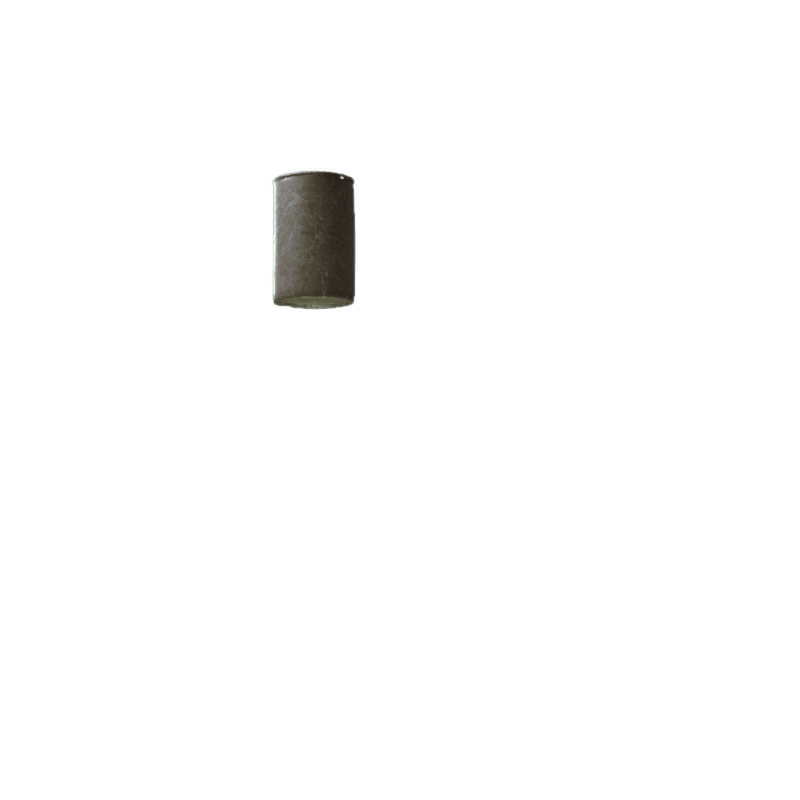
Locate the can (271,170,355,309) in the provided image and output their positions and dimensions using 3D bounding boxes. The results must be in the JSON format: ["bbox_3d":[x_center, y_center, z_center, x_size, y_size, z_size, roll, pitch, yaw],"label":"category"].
[{"bbox_3d":[-0.071,-0.129,0.902,0.068,0.105,0.067,0,-9,-2],"label":"can"}]
